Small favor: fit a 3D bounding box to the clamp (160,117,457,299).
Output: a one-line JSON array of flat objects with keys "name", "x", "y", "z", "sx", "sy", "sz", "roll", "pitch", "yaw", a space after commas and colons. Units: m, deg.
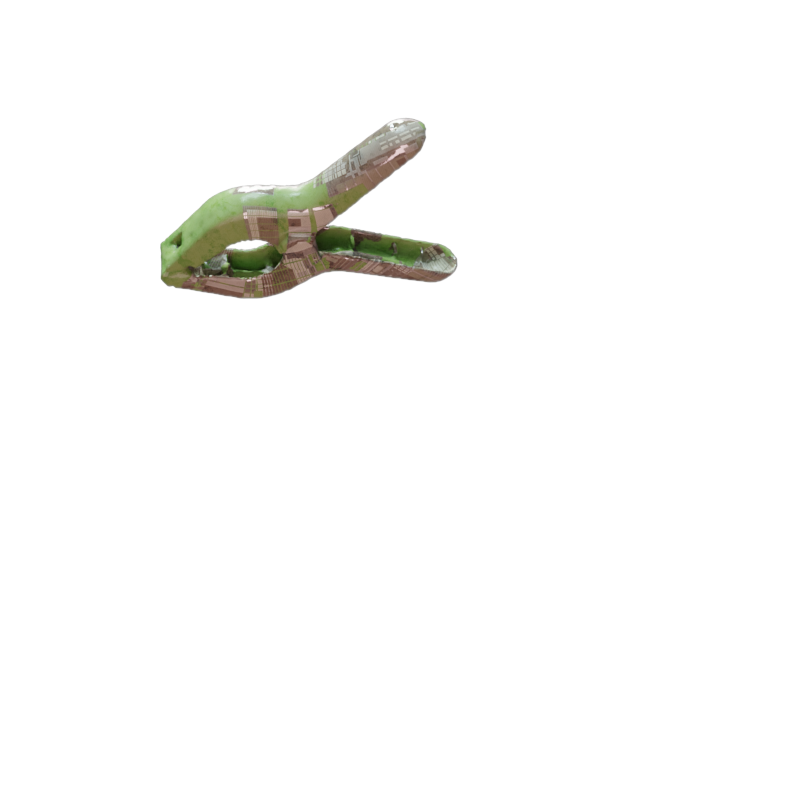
[{"name": "clamp", "x": -0.050, "y": -0.091, "z": 0.636, "sx": 0.173, "sy": 0.042, "sz": 0.111, "roll": -16, "pitch": -47, "yaw": 15}]
